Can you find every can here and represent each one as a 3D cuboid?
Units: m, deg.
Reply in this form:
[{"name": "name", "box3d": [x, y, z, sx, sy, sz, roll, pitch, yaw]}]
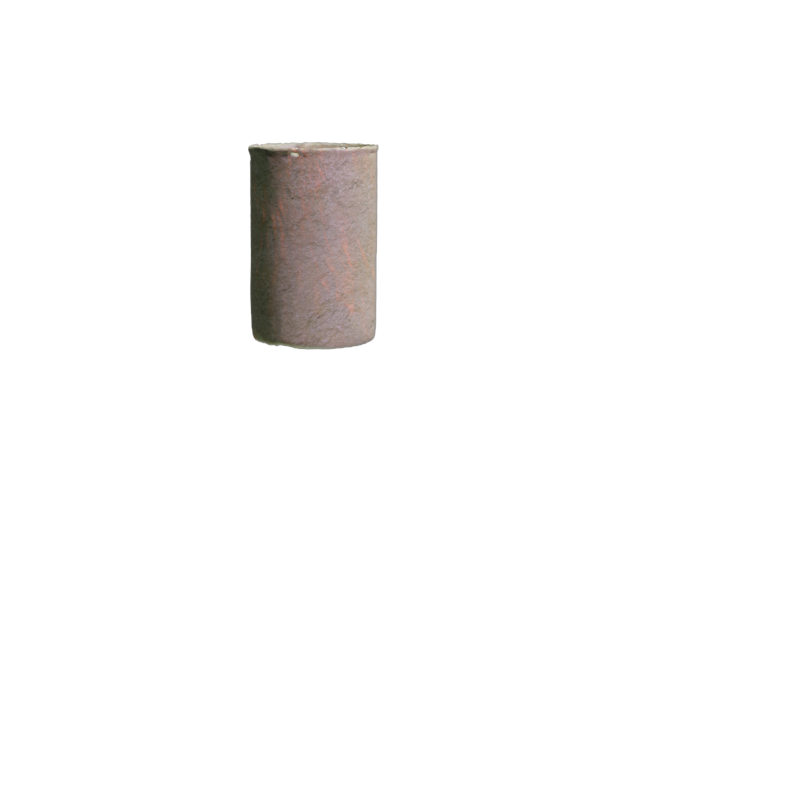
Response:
[{"name": "can", "box3d": [-0.046, -0.083, 0.582, 0.068, 0.100, 0.070, 0, 10, -2]}]
